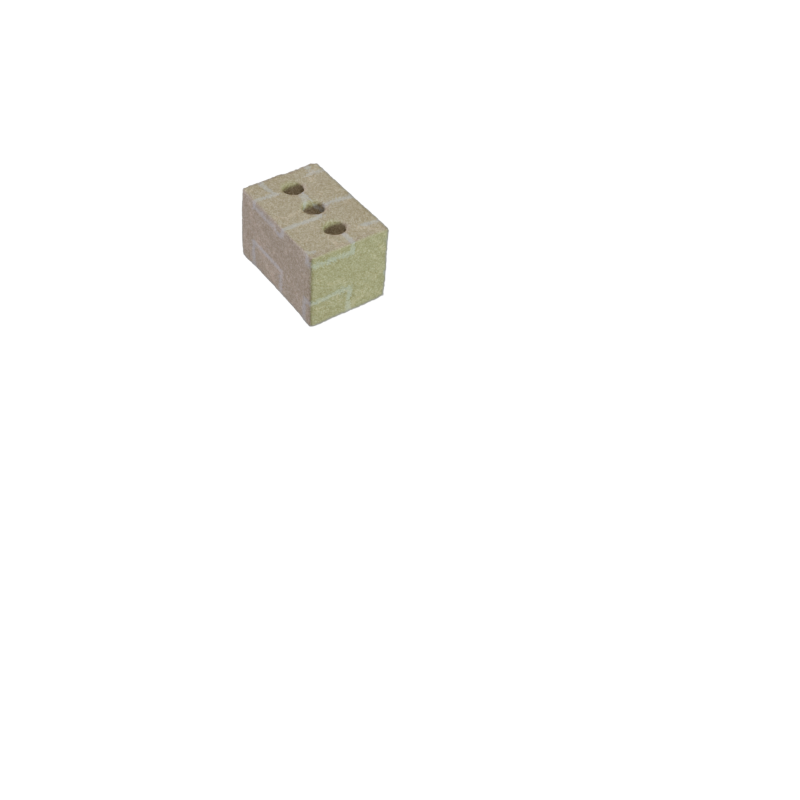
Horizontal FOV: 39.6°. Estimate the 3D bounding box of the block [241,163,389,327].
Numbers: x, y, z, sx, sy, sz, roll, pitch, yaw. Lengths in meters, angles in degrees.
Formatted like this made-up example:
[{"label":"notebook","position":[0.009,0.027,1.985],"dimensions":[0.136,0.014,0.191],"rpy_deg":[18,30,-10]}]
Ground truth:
[{"label":"block","position":[-0.050,-0.091,0.635],"dimensions":[0.052,0.048,0.084],"rpy_deg":[-24,48,-25]}]
